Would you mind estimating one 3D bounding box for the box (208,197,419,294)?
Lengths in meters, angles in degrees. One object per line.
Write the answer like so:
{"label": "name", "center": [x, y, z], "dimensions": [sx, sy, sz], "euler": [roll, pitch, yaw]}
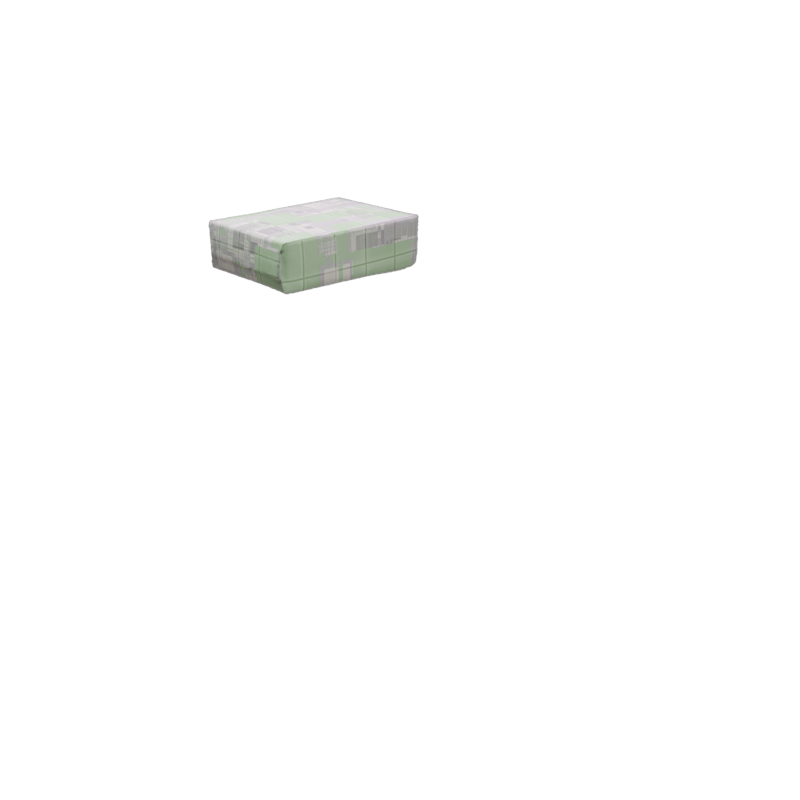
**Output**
{"label": "box", "center": [-0.058, -0.106, 0.741], "dimensions": [0.111, 0.037, 0.095], "euler": [-15, 25, -36]}
